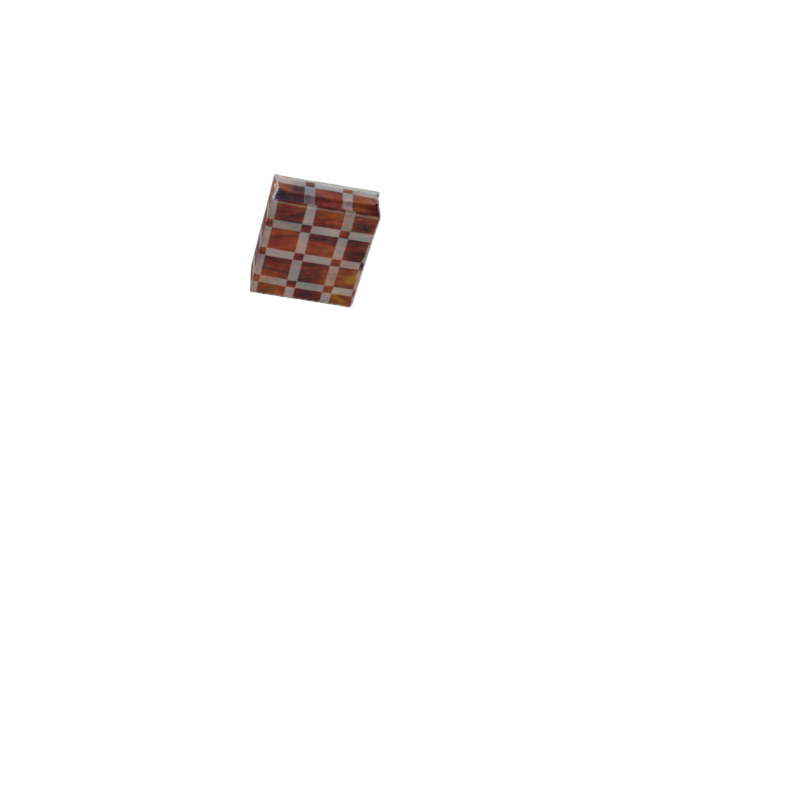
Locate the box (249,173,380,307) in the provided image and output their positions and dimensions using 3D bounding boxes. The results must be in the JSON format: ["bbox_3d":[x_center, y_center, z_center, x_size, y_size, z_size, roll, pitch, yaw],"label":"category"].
[{"bbox_3d":[-0.059,-0.107,0.750,0.072,0.032,0.084,9,-46,-10],"label":"box"}]
